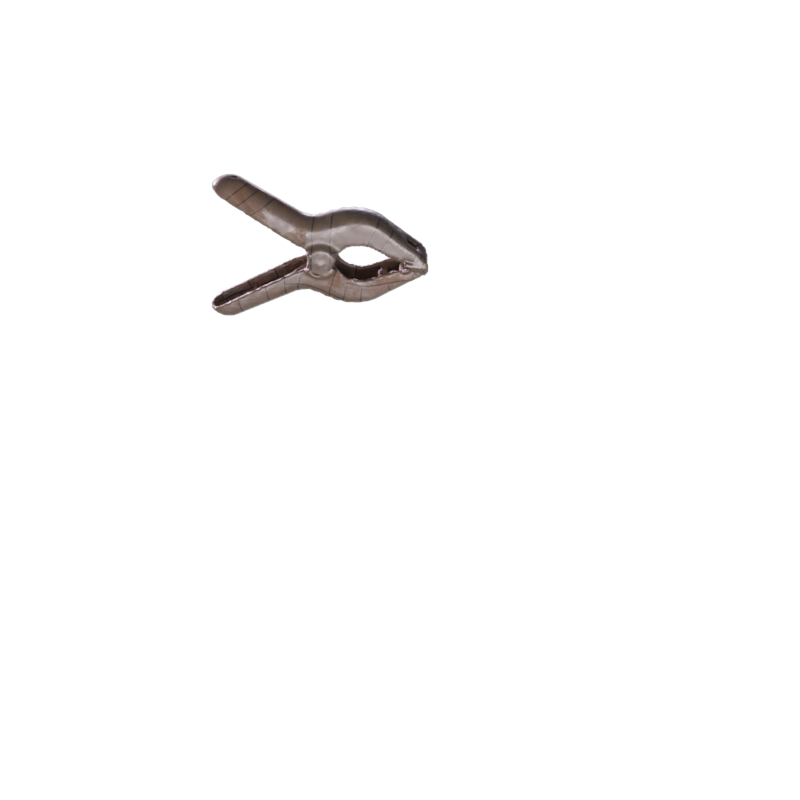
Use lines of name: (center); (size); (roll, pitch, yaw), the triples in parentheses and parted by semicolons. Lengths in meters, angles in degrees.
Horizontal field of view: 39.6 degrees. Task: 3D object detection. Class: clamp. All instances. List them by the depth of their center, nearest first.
clamp: (-0.066, -0.120, 0.839); (0.172, 0.112, 0.042); (-4, 40, 3)
